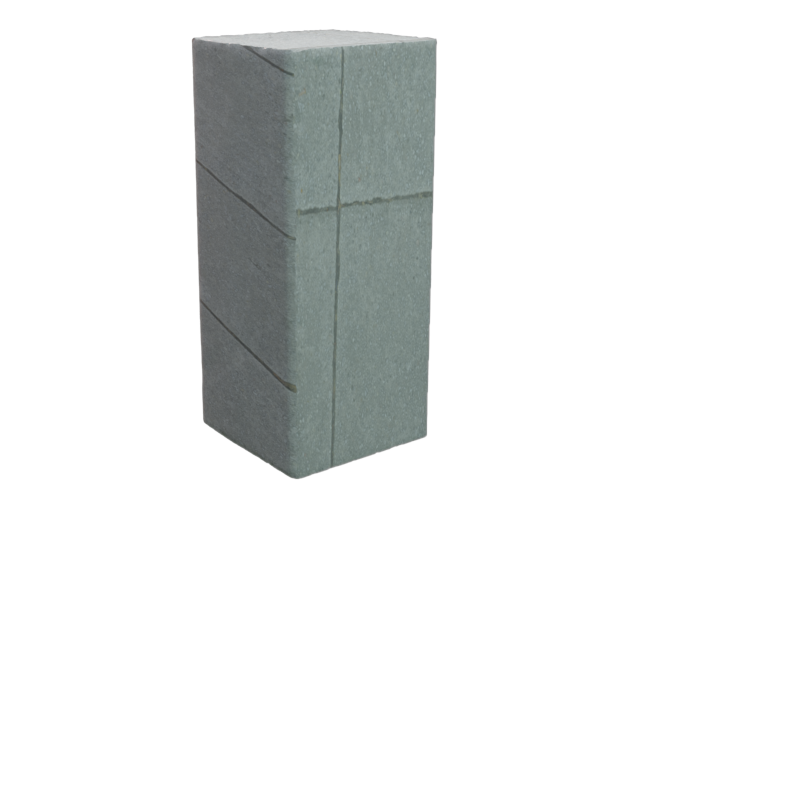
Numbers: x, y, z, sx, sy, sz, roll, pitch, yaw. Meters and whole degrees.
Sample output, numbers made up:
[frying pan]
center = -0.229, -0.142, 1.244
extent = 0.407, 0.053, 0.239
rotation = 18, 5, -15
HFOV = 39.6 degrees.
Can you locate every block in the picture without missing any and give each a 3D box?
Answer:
[block]
center = -0.044, -0.080, 0.565
extent = 0.088, 0.199, 0.096
rotation = -12, 21, -37
